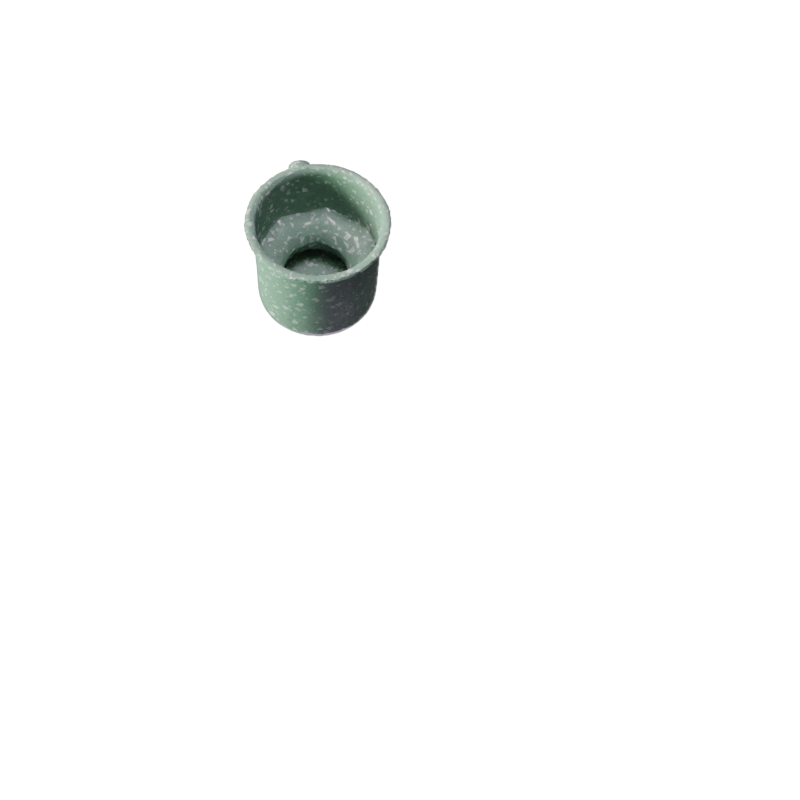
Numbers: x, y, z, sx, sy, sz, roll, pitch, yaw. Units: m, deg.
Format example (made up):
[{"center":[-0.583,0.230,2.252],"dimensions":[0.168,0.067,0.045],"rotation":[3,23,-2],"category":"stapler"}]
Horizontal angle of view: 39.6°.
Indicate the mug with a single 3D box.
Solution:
[{"center":[-0.058,-0.106,0.740],"dimensions":[0.092,0.126,0.076],"rotation":[-13,-30,-9],"category":"mug"}]
